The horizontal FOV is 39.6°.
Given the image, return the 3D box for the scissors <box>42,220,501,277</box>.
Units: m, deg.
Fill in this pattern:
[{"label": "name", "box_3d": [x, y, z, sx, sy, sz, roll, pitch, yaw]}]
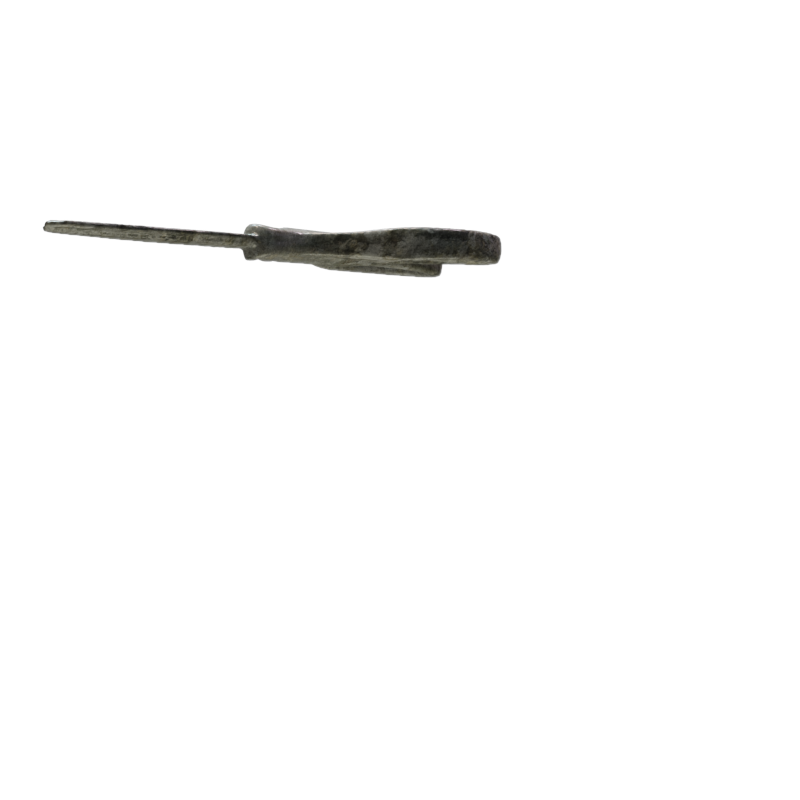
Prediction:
[{"label": "scissors", "box_3d": [-0.036, -0.066, 0.460, 0.100, 0.016, 0.193, 1, 1, 39]}]
